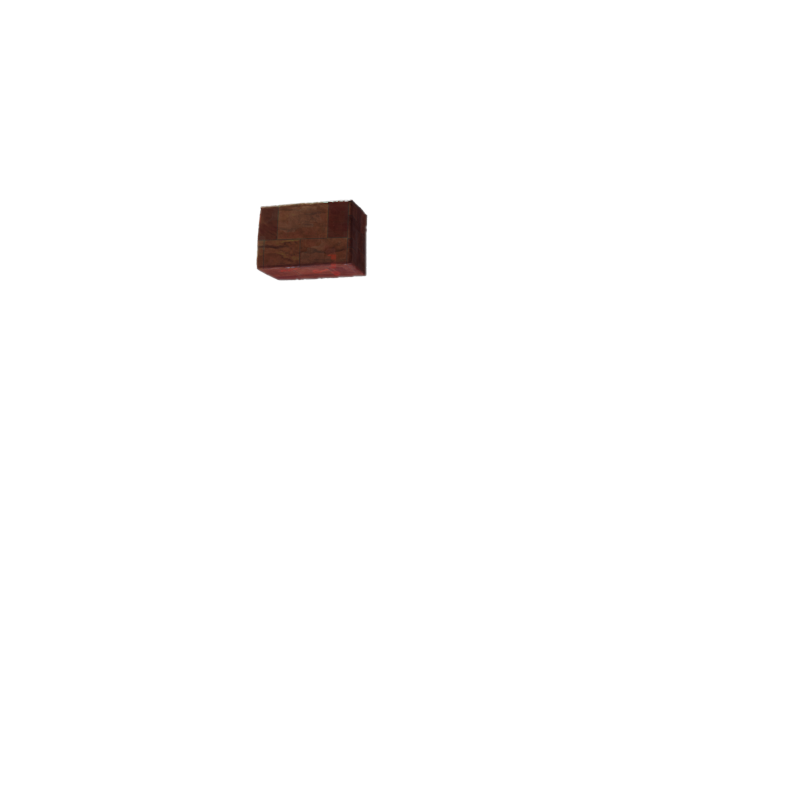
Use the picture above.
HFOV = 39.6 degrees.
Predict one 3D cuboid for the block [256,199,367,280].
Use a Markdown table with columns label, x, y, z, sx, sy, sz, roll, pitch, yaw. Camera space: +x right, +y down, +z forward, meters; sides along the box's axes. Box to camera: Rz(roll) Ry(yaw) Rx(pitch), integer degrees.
| label | x | y | z | sx | sy | sz | roll | pitch | yaw |
| --- | --- | --- | --- | --- | --- | --- | --- | --- | --- |
| block | -0.069 | -0.126 | 0.879 | 0.079 | 0.053 | 0.050 | -2 | -9 | 14 |
